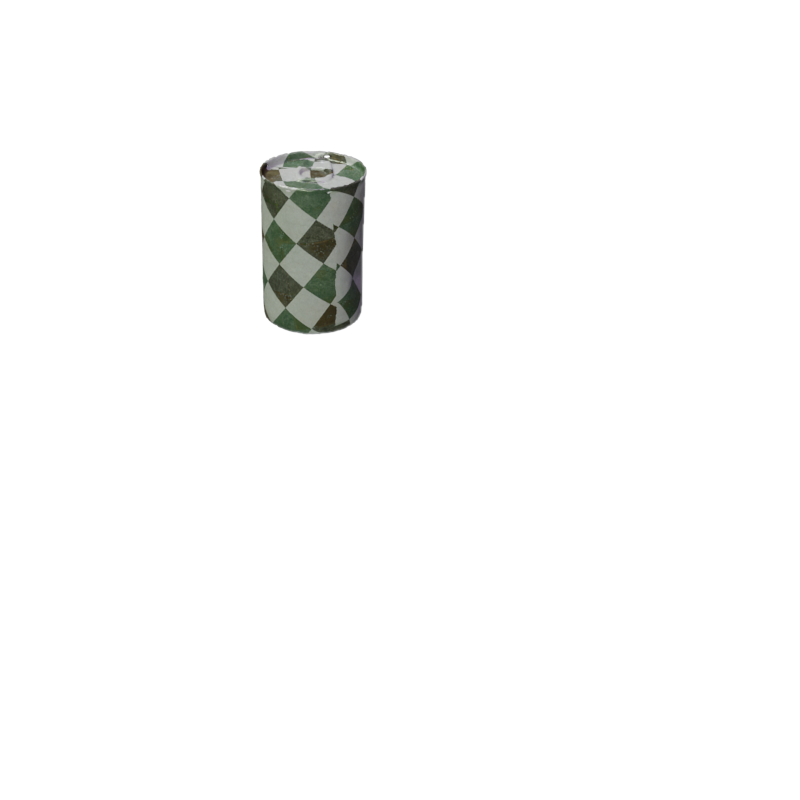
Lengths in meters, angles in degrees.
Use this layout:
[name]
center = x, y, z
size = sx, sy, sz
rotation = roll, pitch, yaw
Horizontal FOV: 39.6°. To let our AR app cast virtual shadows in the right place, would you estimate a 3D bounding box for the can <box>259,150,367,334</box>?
[can]
center = -0.056, -0.103, 0.720
size = 0.068, 0.097, 0.073
rotation = 0, 28, -2
